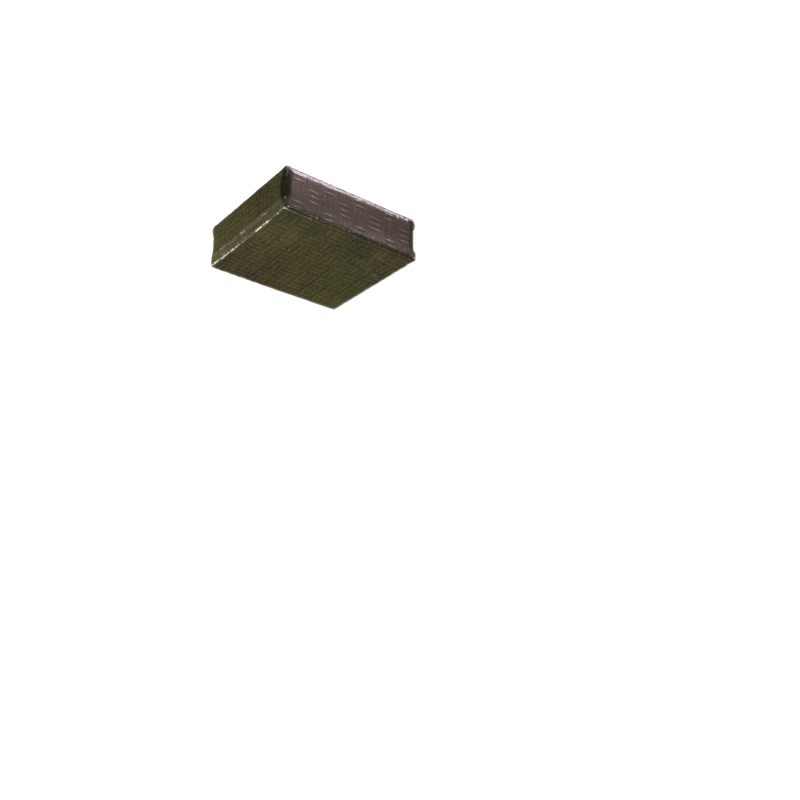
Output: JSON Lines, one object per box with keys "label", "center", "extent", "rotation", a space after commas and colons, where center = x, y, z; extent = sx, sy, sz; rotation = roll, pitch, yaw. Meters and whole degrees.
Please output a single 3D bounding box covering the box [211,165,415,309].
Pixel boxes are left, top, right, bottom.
{"label": "box", "center": [-0.048, -0.087, 0.609], "extent": [0.085, 0.032, 0.073], "rotation": [18, -32, -33]}
